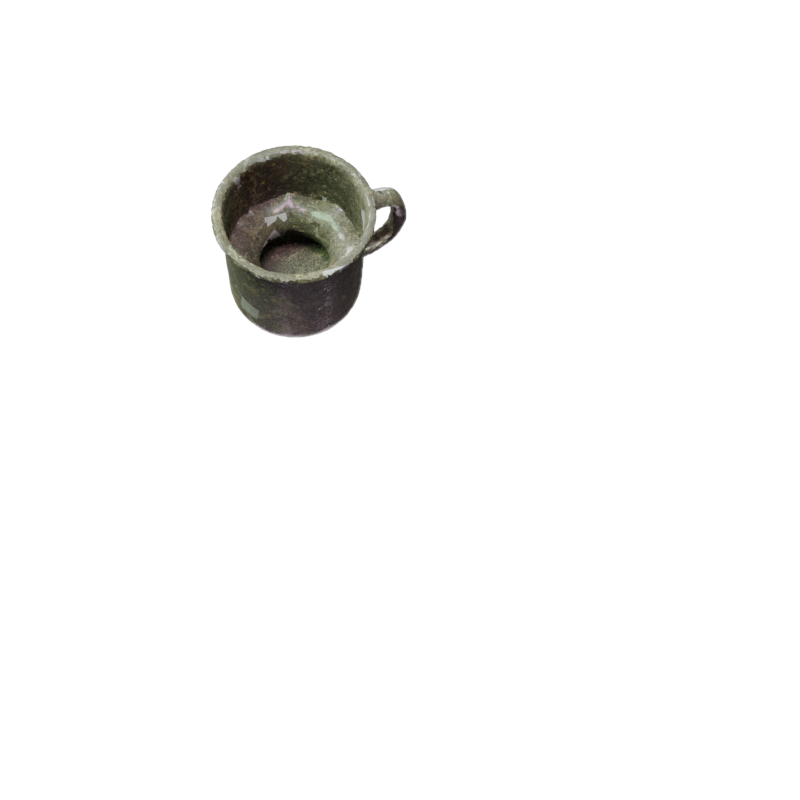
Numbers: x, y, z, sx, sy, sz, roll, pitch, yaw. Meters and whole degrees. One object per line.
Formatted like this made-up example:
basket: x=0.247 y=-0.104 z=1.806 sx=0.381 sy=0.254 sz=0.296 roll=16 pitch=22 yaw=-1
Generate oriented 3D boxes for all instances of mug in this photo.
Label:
mug: x=-0.051 y=-0.094 z=0.657 sx=0.116 sy=0.100 sz=0.077 roll=-22 pitch=-26 yaw=-13
